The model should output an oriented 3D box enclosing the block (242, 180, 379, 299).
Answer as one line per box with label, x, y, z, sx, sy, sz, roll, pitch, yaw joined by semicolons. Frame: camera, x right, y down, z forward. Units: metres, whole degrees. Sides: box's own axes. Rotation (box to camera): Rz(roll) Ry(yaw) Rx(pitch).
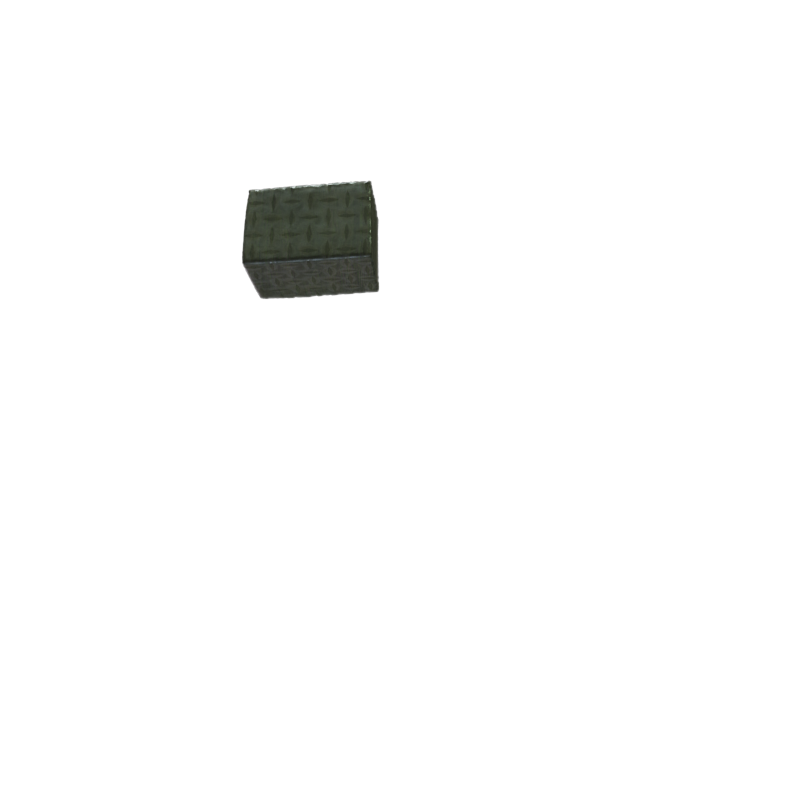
block;-0.053;-0.097;0.679;0.078;0.054;0.049;-3;-24;6
